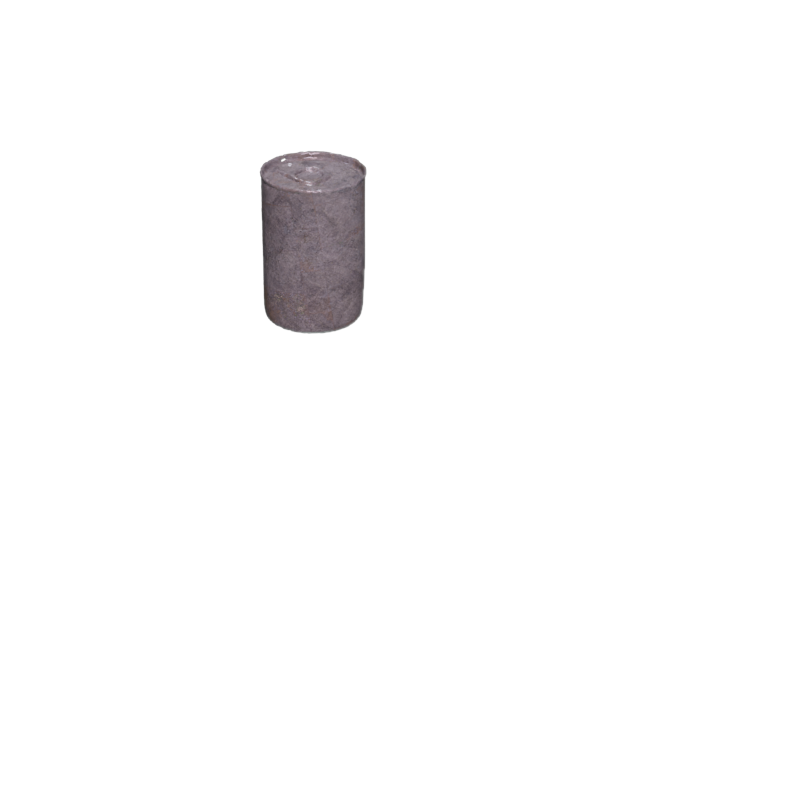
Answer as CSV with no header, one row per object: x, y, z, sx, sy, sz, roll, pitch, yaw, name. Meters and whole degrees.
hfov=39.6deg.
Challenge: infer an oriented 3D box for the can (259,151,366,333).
-0.057,-0.103,0.724,0.068,0.096,0.073,0,29,-2,can
